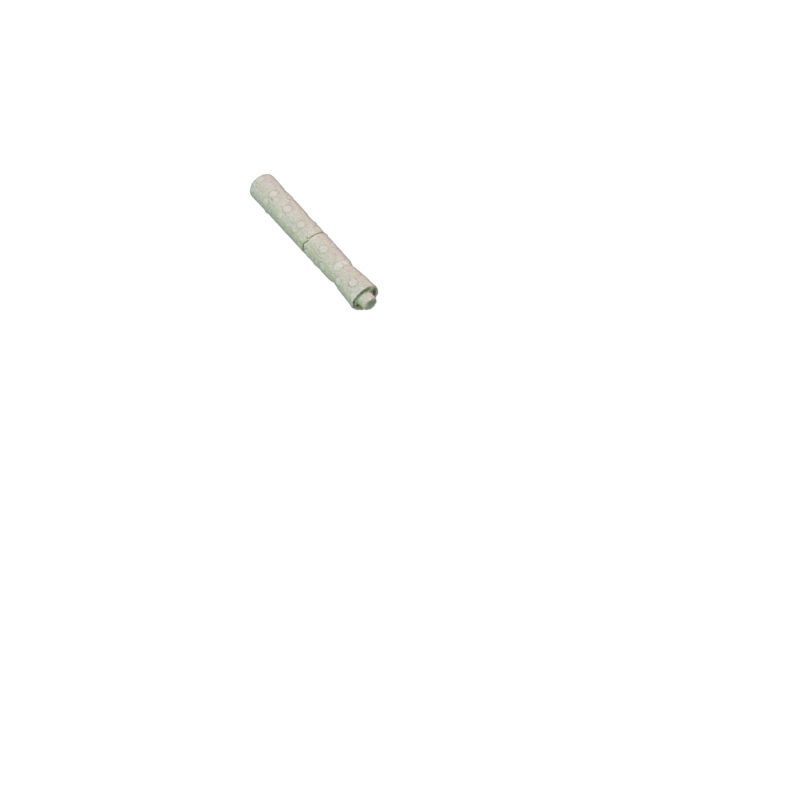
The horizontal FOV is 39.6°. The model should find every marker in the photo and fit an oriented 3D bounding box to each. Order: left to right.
[{"bbox_3d":[-0.053,-0.096,0.675,0.019,0.019,0.130,-3,41,-44],"label":"marker"}]
